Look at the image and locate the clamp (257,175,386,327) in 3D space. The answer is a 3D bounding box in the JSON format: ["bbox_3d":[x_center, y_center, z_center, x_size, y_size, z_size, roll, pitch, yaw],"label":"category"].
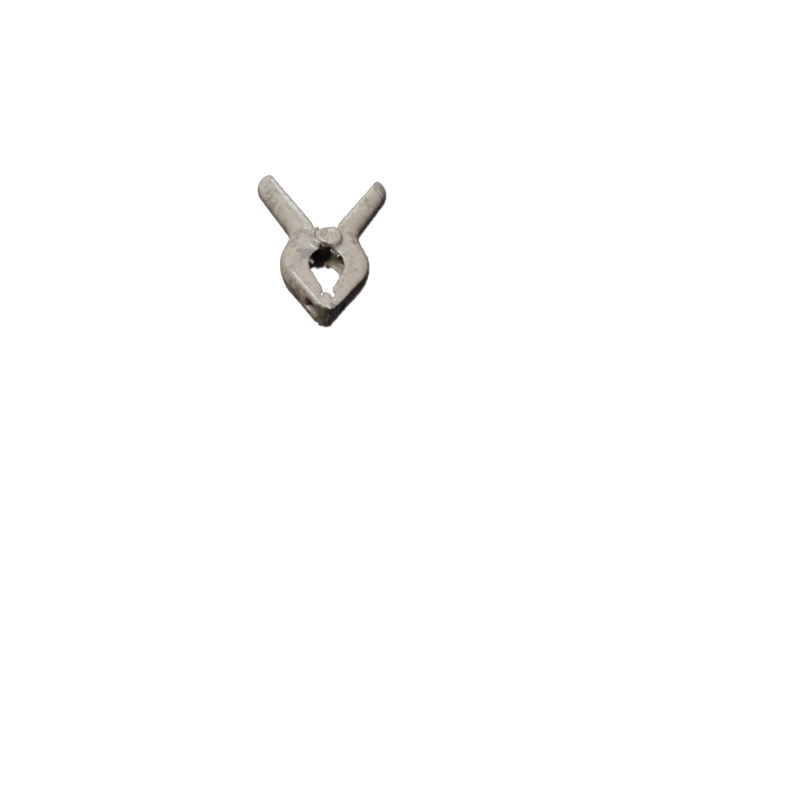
[{"bbox_3d":[-0.078,-0.142,0.998,0.121,0.183,0.036,4,-42,3],"label":"clamp"}]
